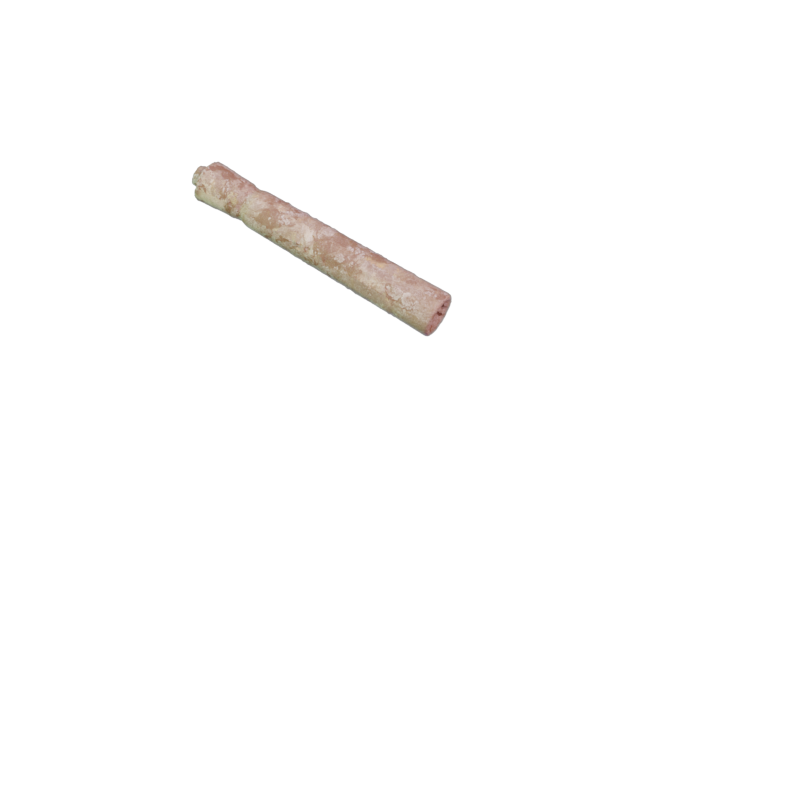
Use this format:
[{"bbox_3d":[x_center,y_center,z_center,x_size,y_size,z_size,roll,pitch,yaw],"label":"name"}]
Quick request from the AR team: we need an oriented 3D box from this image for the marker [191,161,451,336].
[{"bbox_3d":[-0.035,-0.064,0.448,0.126,0.019,0.019,32,15,20],"label":"marker"}]
